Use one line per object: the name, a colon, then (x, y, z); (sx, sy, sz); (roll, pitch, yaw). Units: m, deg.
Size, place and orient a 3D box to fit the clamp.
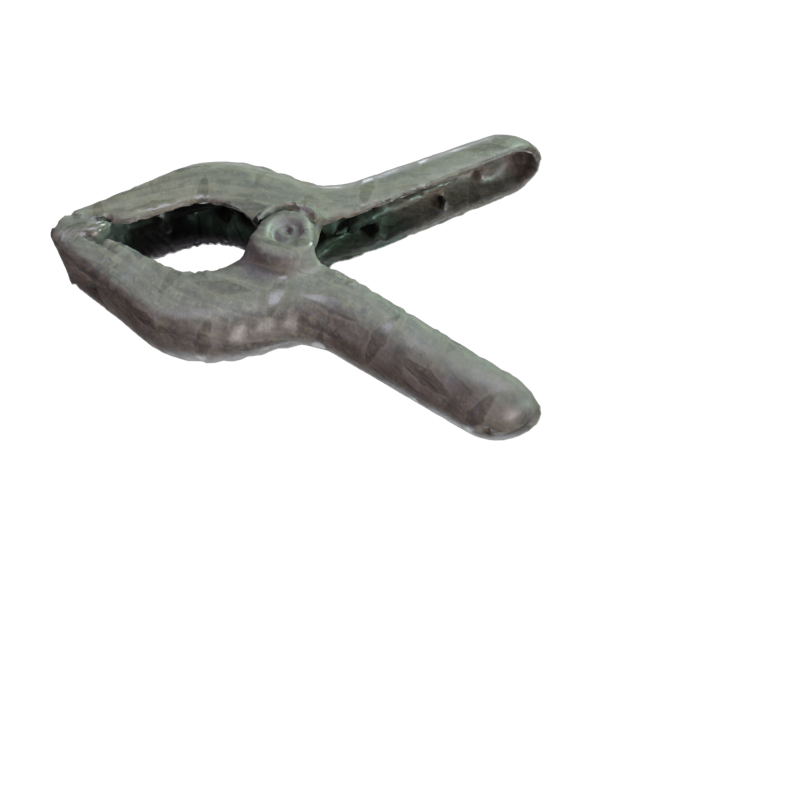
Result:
clamp: (-0.030, -0.055, 0.383); (0.175, 0.126, 0.036); (12, -41, 10)
